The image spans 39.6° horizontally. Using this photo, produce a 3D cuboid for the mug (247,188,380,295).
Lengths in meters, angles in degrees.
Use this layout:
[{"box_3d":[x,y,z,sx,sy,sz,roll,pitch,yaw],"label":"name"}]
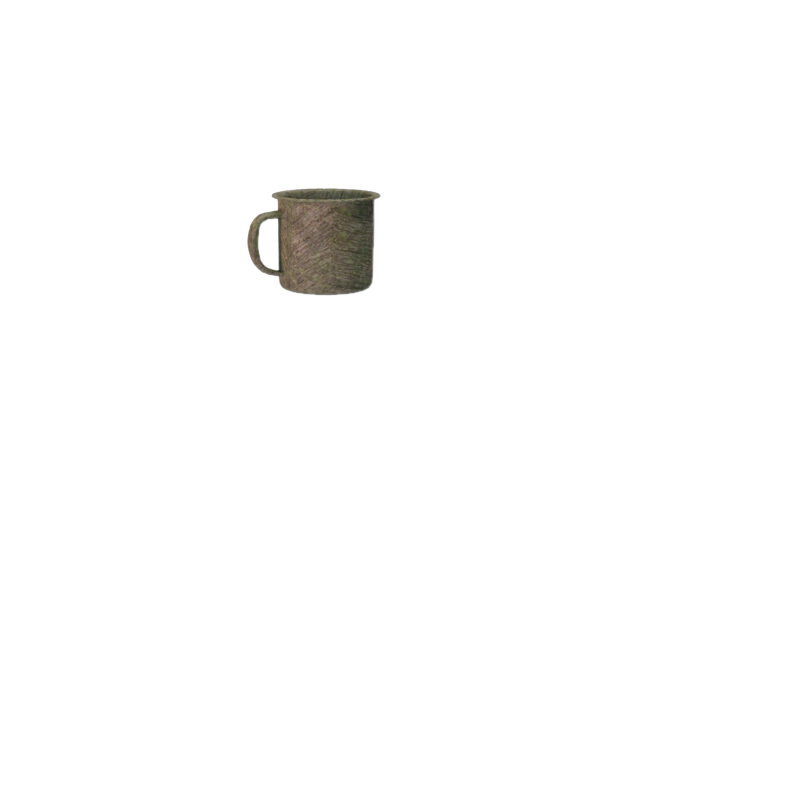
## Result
[{"box_3d":[-0.074,-0.135,0.946,0.114,0.079,0.098,-7,15,-27],"label":"mug"}]
